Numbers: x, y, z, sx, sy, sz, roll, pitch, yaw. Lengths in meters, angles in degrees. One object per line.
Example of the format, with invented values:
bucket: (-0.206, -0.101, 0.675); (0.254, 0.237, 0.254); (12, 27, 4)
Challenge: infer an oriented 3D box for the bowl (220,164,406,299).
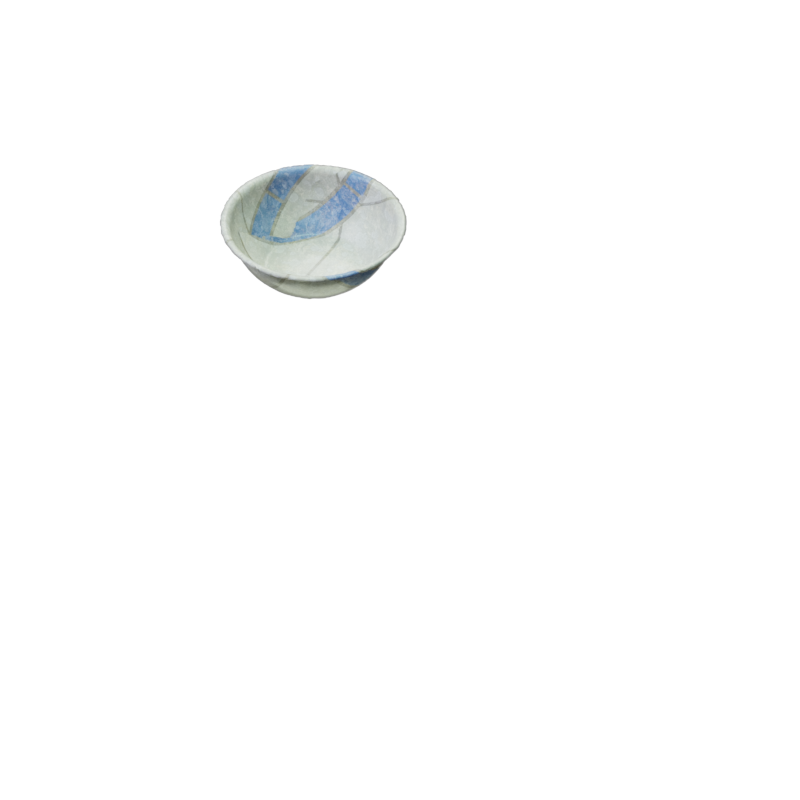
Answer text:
bowl: (-0.076, -0.139, 0.974); (0.162, 0.051, 0.174); (-1, 43, -1)
